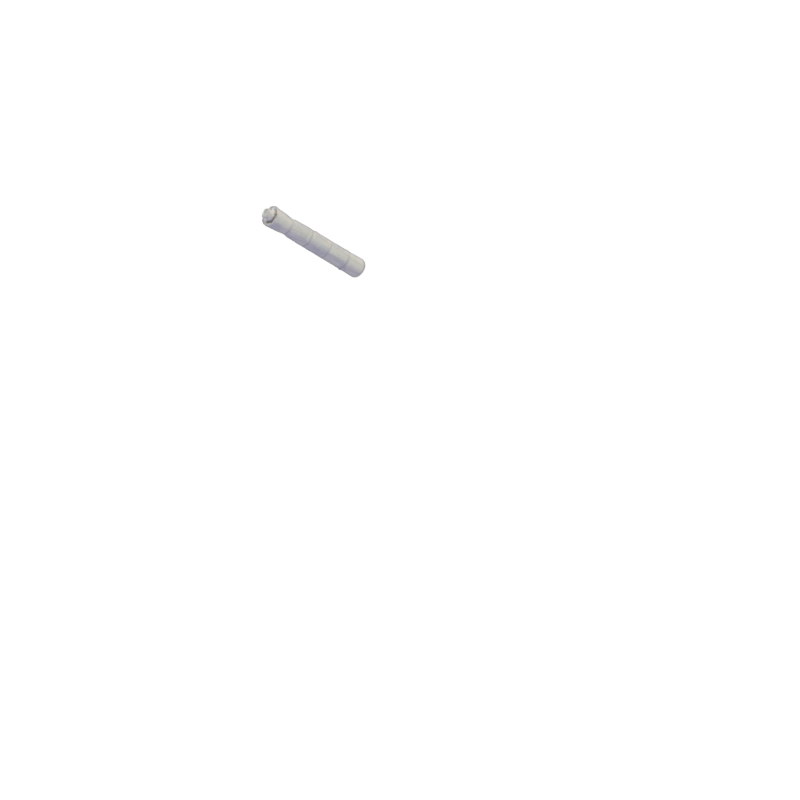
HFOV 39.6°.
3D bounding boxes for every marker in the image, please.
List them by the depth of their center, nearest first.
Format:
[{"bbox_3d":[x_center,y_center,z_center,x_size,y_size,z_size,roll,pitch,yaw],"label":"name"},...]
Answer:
[{"bbox_3d":[-0.076,-0.139,0.975,0.021,0.020,0.113,4,-17,46],"label":"marker"}]
